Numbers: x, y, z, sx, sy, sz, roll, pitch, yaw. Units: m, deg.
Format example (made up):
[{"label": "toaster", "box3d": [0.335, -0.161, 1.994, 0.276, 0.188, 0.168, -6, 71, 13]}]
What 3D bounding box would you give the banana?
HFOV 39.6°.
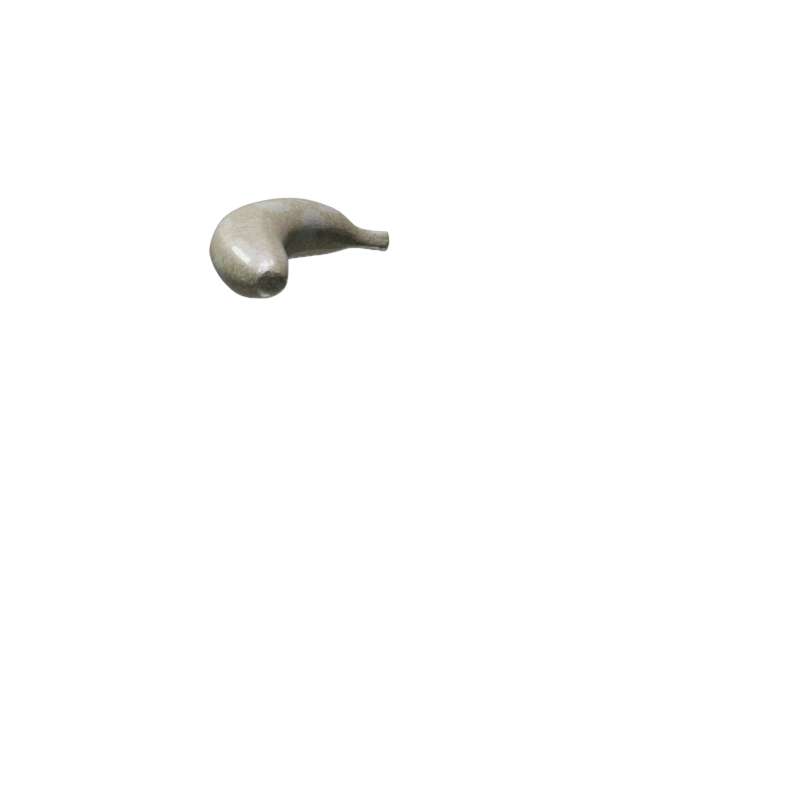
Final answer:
[{"label": "banana", "box3d": [-0.062, -0.086, 0.590, 0.071, 0.036, 0.199, 4, 16, 15]}]
